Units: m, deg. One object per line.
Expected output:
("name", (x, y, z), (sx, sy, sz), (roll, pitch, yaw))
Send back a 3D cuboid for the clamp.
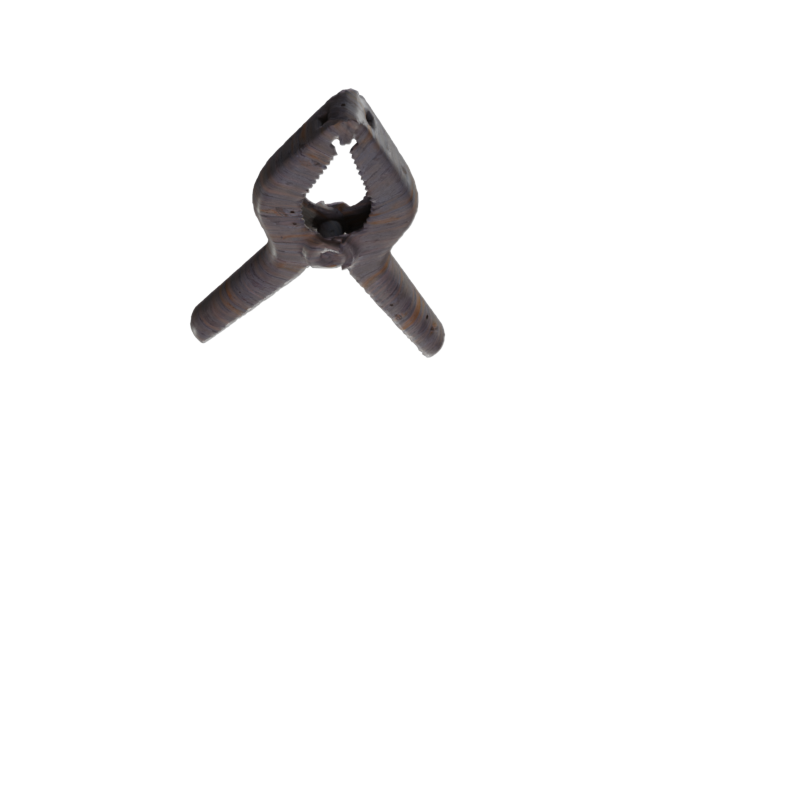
("clamp", (-0.052, -0.094, 0.660), (0.165, 0.039, 0.195), (0, -39, 0))
